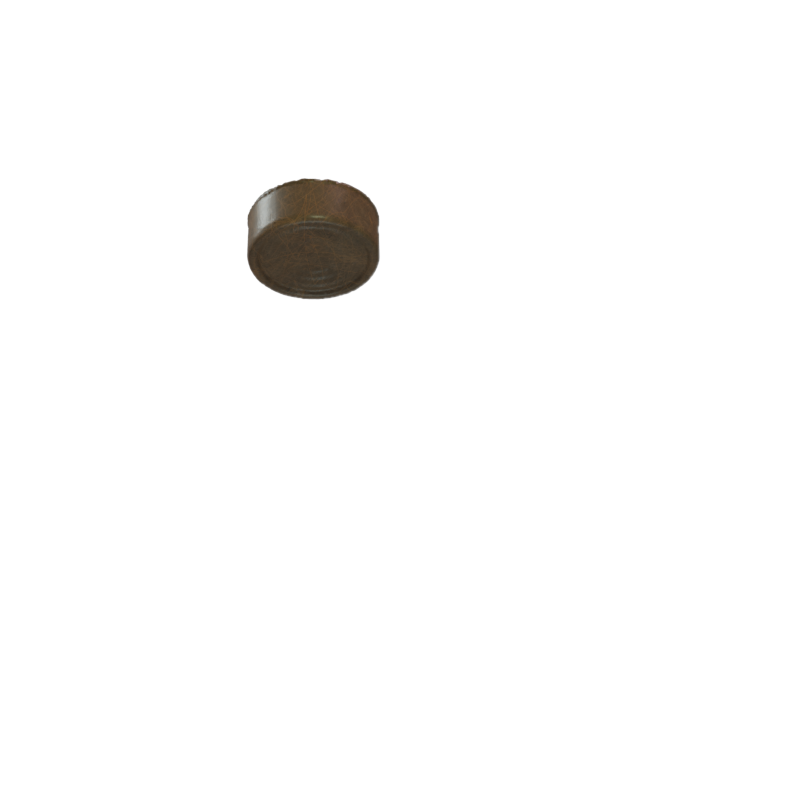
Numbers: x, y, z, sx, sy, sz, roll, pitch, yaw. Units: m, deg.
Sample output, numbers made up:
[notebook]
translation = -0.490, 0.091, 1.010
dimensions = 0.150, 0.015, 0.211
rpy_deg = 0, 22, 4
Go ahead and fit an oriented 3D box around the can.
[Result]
[can]
translation = -0.056, -0.102, 0.711
dimensions = 0.086, 0.036, 0.080
rpy_deg = 1, -34, -2
